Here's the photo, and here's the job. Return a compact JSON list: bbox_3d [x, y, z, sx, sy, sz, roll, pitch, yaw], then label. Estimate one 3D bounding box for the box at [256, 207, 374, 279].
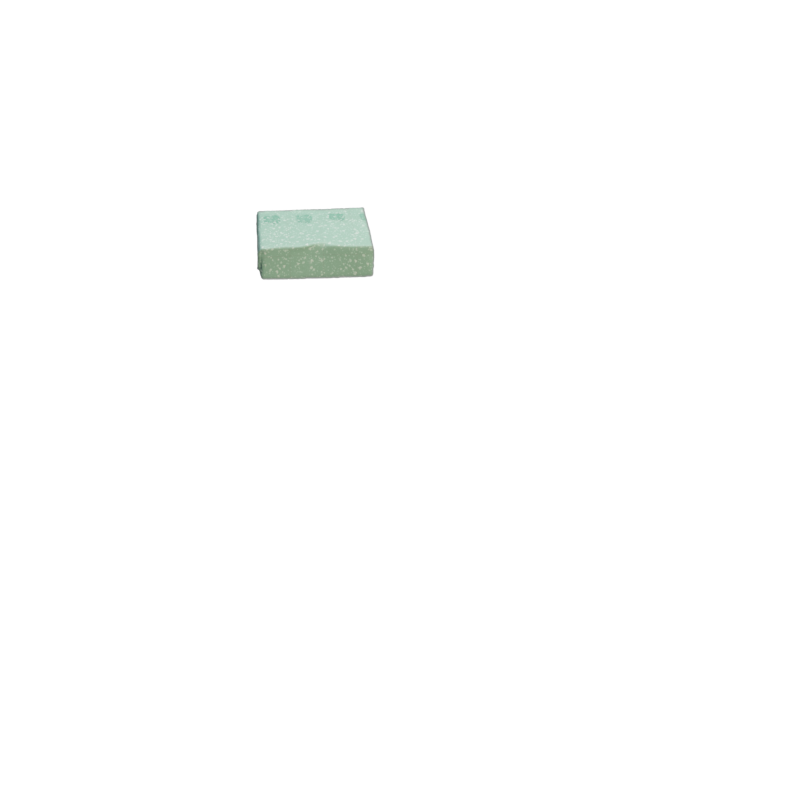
[{"bbox_3d":[-0.068,-0.124,0.870,0.089,0.028,0.078,-2,31,-4],"label":"box"}]
